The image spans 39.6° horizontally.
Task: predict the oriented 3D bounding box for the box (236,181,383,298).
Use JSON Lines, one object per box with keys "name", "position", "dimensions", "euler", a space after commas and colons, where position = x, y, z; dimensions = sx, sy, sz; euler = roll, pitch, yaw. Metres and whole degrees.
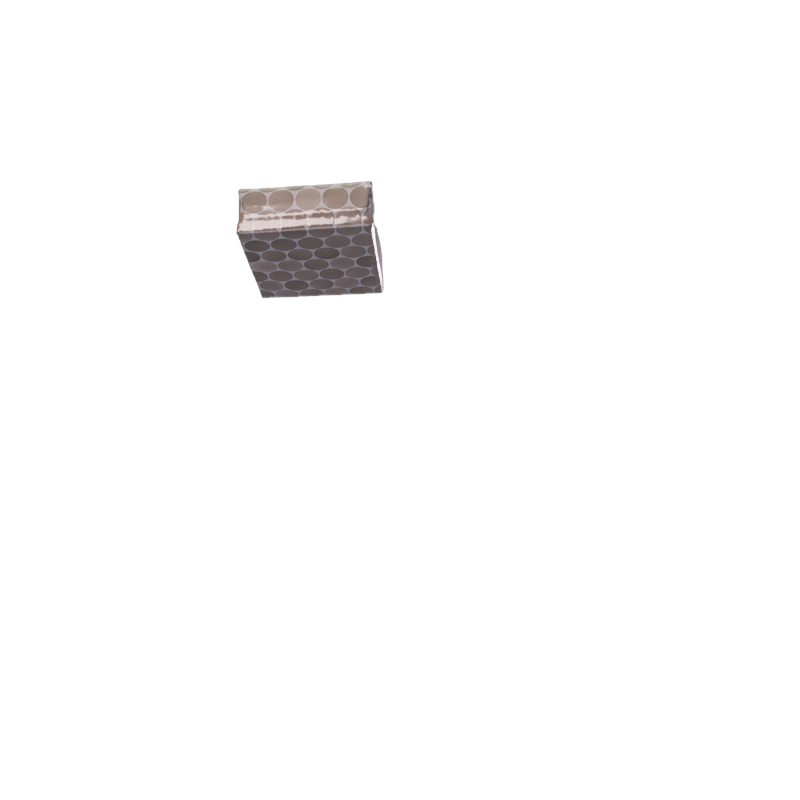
{"name": "box", "position": [-0.049, -0.089, 0.624], "dimensions": [0.073, 0.032, 0.084], "euler": [-2, -22, 4]}
